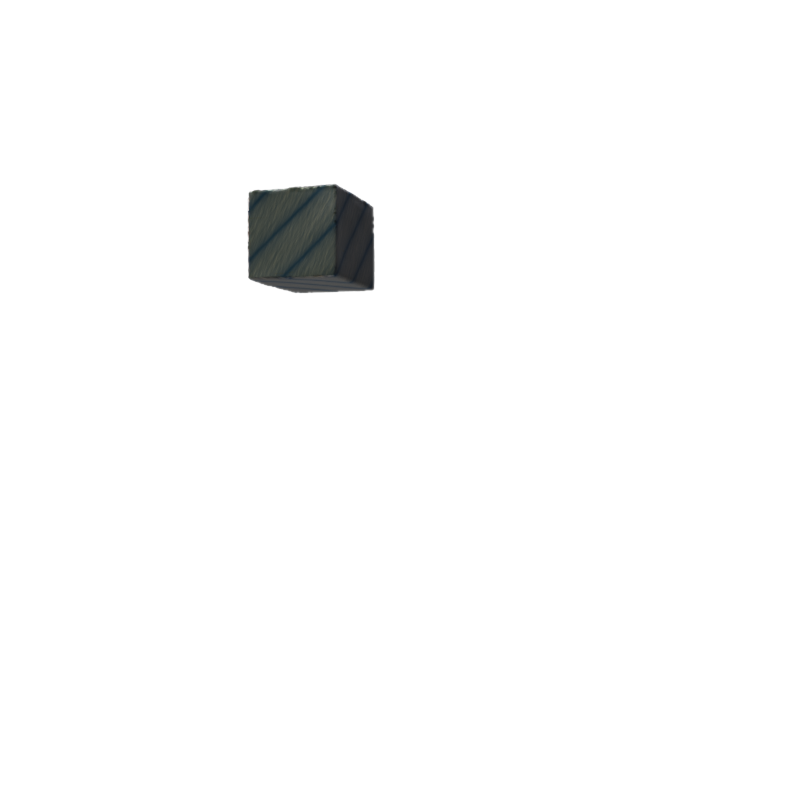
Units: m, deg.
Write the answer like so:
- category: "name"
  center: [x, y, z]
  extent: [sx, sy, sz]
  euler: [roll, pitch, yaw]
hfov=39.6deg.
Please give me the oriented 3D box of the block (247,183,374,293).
- category: "block"
  center: [-0.050, -0.091, 0.637]
  extent: [0.054, 0.052, 0.075]
  euler: [-1, -3, 16]
